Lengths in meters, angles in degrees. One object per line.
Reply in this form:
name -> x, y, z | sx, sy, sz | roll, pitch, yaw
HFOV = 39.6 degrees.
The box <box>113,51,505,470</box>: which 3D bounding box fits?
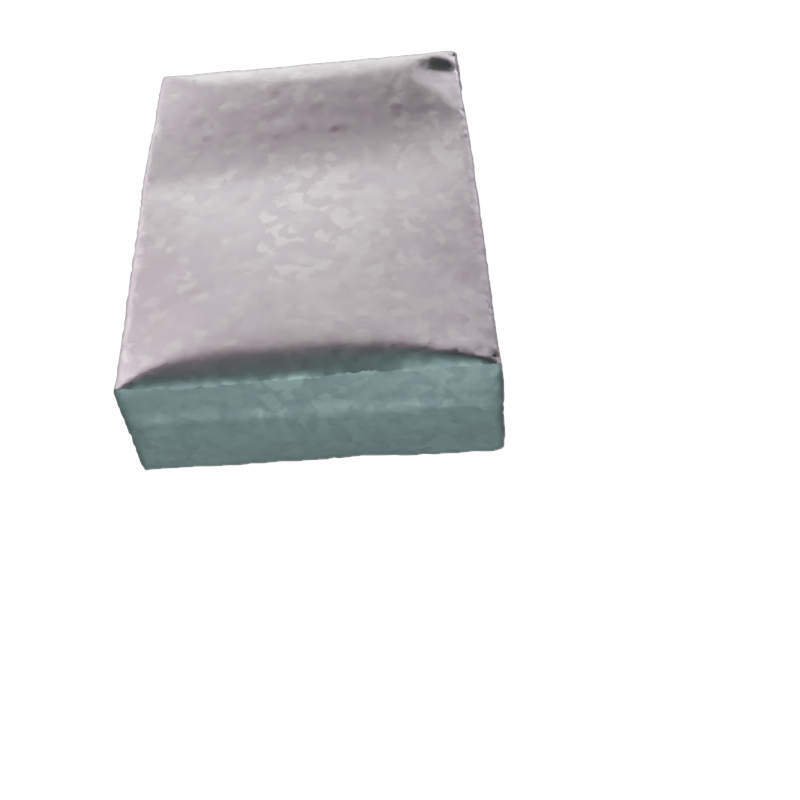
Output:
box -> -0.042, -0.077, 0.542 | 0.165, 0.229, 0.067 | -5, -39, 3
